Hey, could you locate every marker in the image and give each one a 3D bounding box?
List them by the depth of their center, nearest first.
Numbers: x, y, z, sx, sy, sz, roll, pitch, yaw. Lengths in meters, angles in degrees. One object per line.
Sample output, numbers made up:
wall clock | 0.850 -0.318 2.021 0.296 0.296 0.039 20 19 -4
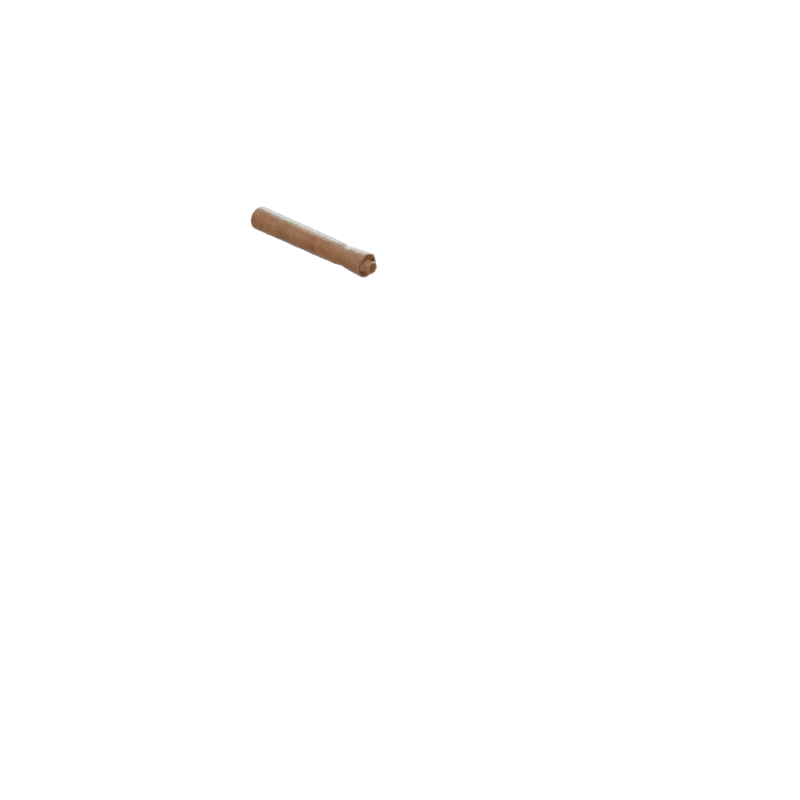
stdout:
marker | -0.065 -0.119 0.836 0.129 0.019 0.019 28 20 36
